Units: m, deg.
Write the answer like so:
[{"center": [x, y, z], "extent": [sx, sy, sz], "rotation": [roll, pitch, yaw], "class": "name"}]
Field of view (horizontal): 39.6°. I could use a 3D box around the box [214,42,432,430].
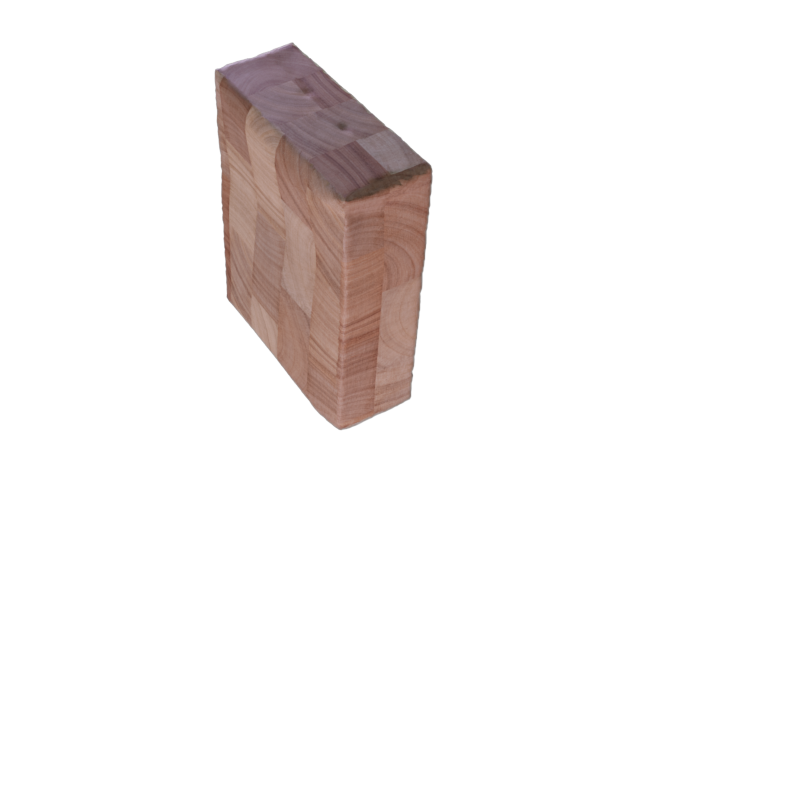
[{"center": [-0.059, -0.108, 0.758], "extent": [0.071, 0.199, 0.177], "rotation": [-24, 52, -24], "class": "box"}]
